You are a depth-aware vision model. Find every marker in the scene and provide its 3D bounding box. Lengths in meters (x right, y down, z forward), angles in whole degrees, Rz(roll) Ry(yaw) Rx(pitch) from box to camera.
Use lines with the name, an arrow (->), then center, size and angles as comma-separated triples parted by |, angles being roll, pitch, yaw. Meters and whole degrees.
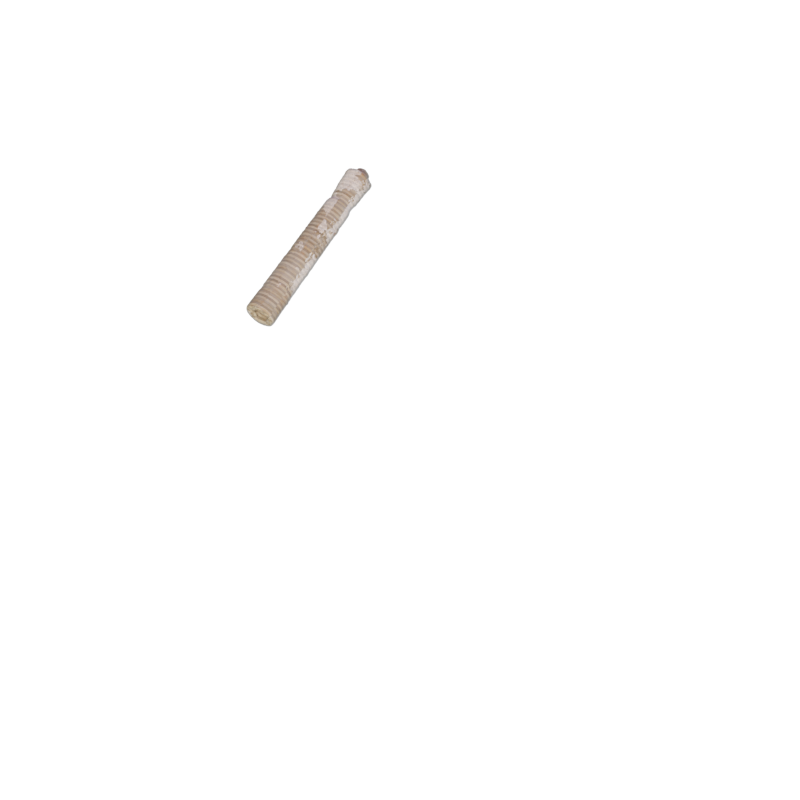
marker -> -0.053, -0.096, 0.673 | 0.020, 0.125, 0.019 | 26, -27, 12
